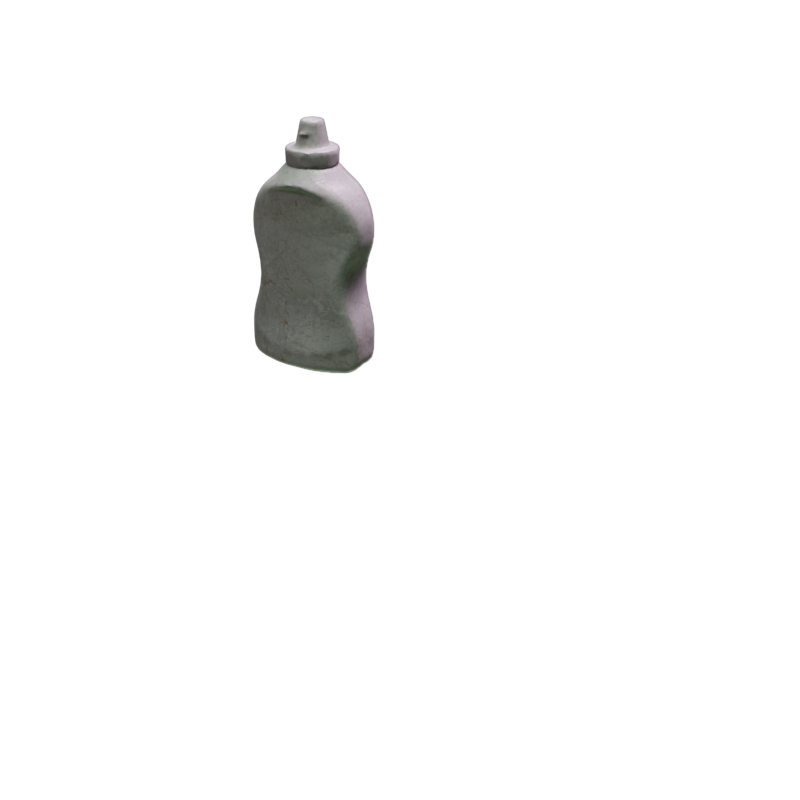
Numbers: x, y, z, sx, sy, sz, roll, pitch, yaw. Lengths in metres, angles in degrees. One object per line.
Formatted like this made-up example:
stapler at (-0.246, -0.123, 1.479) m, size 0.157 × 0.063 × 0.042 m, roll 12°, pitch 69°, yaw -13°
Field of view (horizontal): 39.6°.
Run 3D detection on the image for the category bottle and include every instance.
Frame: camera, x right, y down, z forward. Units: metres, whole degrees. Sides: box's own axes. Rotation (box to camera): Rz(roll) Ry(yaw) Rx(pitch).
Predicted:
bottle at (-0.066, -0.121, 0.845) m, size 0.101 × 0.183 × 0.058 m, roll 14°, pitch 23°, yaw 30°
